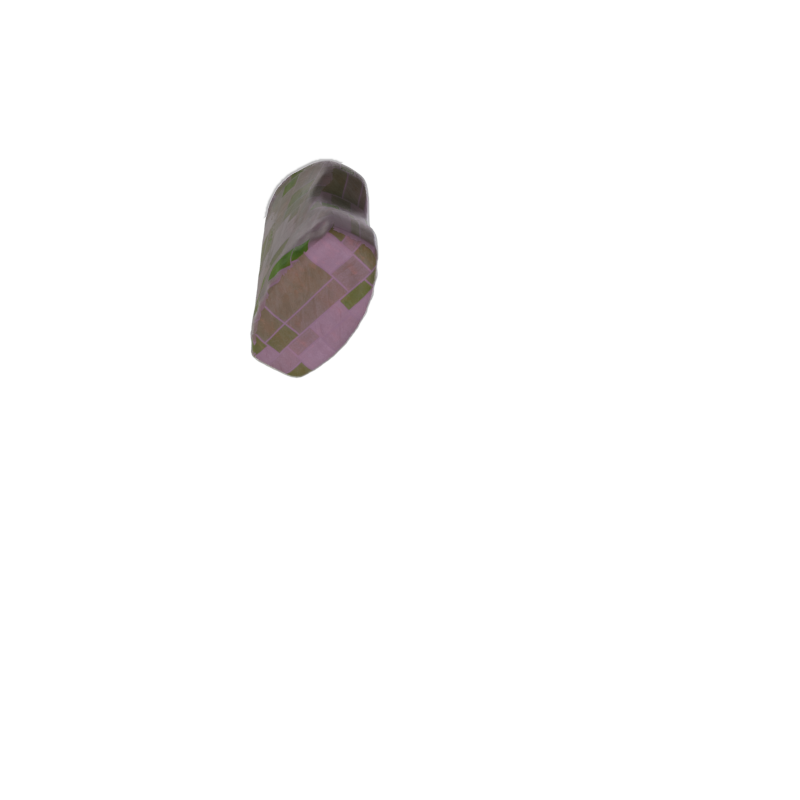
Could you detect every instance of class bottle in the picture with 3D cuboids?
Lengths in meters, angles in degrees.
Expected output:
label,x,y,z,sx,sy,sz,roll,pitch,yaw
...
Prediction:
label,x,y,z,sx,sy,sz,roll,pitch,yaw
bottle,-0.055,-0.101,0.704,0.057,0.093,0.203,25,25,-17
